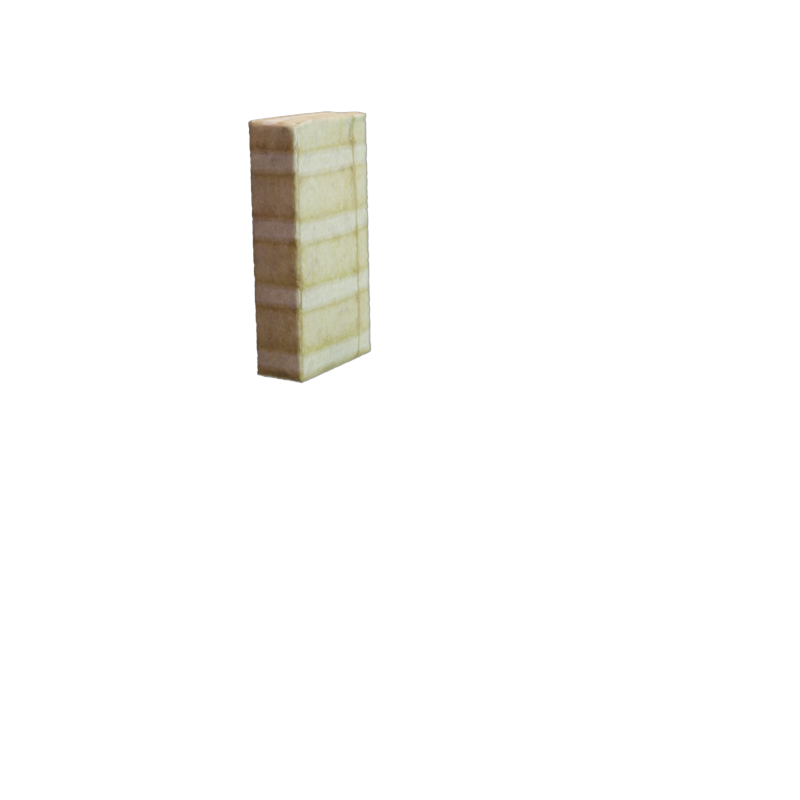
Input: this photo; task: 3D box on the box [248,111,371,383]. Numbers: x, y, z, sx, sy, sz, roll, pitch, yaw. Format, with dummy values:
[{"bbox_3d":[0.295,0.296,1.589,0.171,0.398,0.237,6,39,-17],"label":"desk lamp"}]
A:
[{"bbox_3d":[-0.060,-0.110,0.772,0.050,0.171,0.092,8,16,30],"label":"box"}]
